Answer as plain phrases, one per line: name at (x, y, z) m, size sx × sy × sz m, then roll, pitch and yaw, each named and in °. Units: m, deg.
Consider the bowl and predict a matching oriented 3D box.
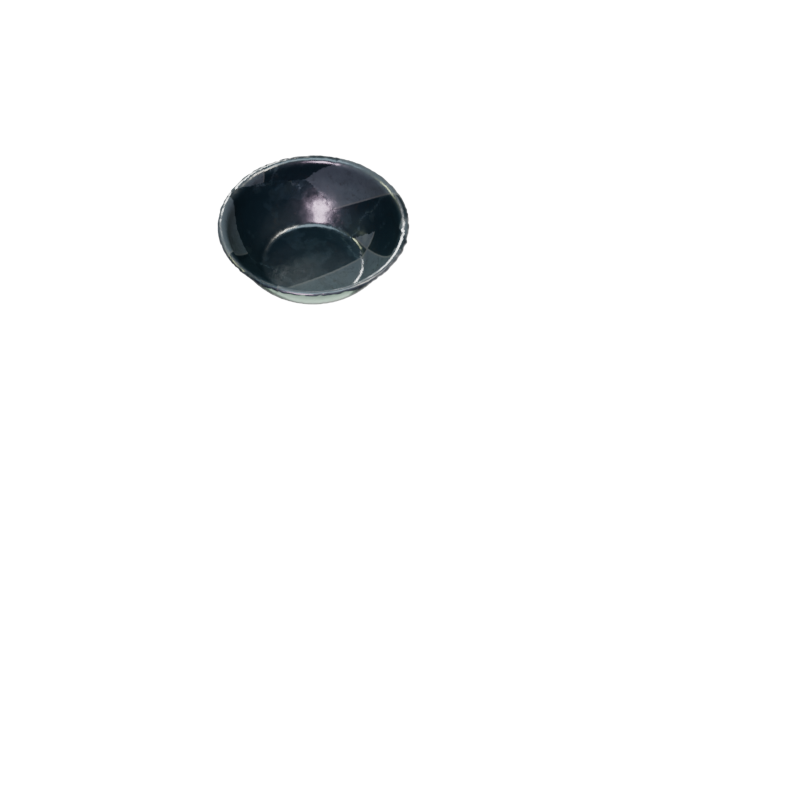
bowl at (-0.075, -0.136, 0.955) m, size 0.162 × 0.174 × 0.051 m, roll -1°, pitch -39°, yaw -1°
